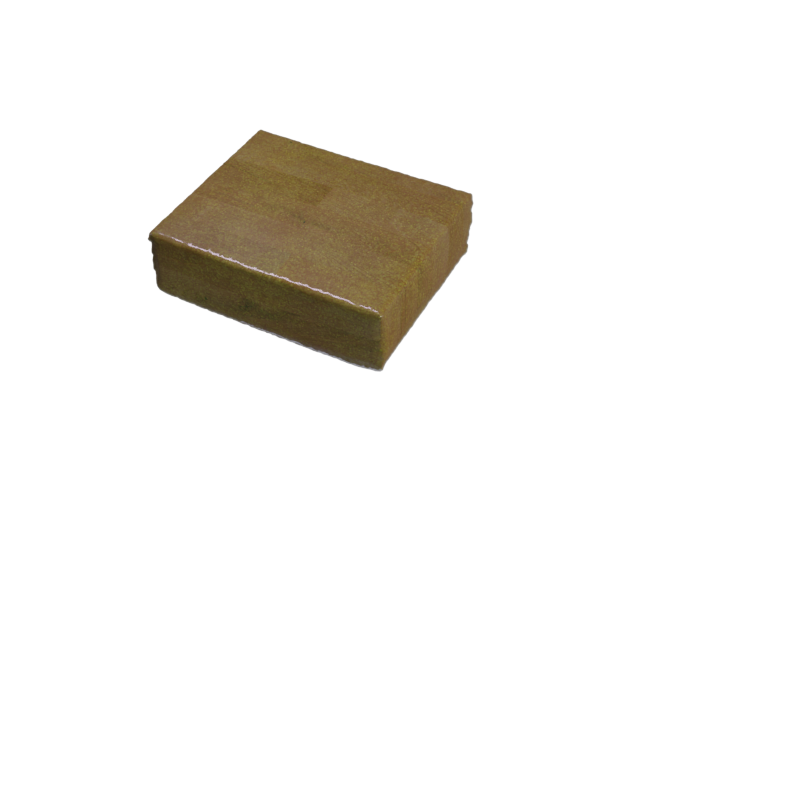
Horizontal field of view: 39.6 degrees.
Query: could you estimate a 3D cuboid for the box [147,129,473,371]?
[{"bbox_3d":[-0.038,-0.069,0.482,0.118,0.036,0.093,21,49,19],"label":"box"}]
